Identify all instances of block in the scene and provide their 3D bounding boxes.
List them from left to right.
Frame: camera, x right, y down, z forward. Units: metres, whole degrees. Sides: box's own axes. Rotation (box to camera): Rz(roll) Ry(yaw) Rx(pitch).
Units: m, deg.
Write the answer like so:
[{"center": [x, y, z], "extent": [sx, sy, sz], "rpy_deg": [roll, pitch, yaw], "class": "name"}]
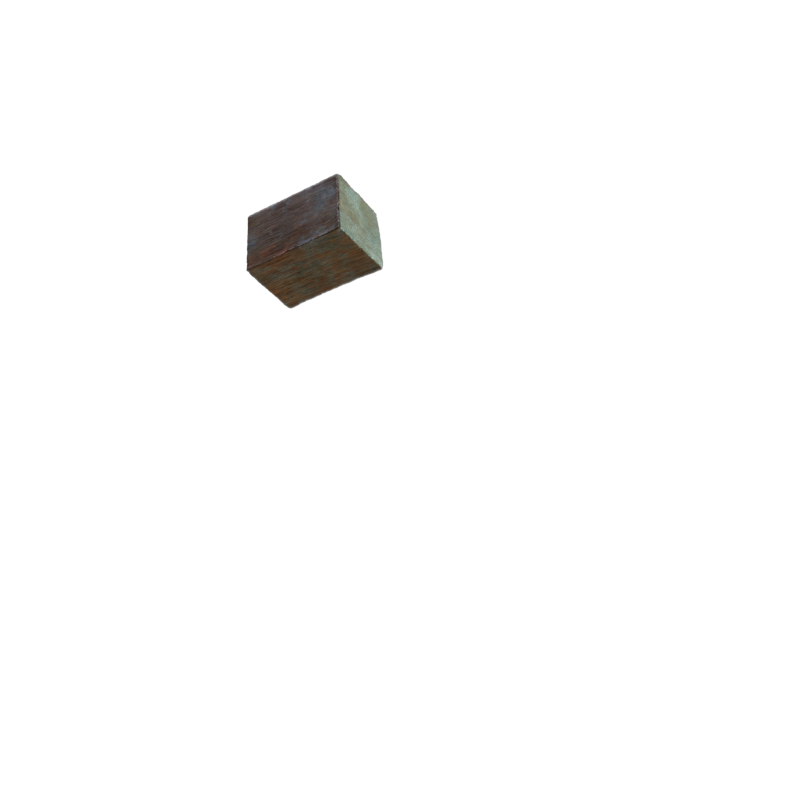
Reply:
[{"center": [-0.059, -0.107, 0.749], "extent": [0.078, 0.055, 0.049], "rpy_deg": [-21, -41, 24], "class": "block"}]
